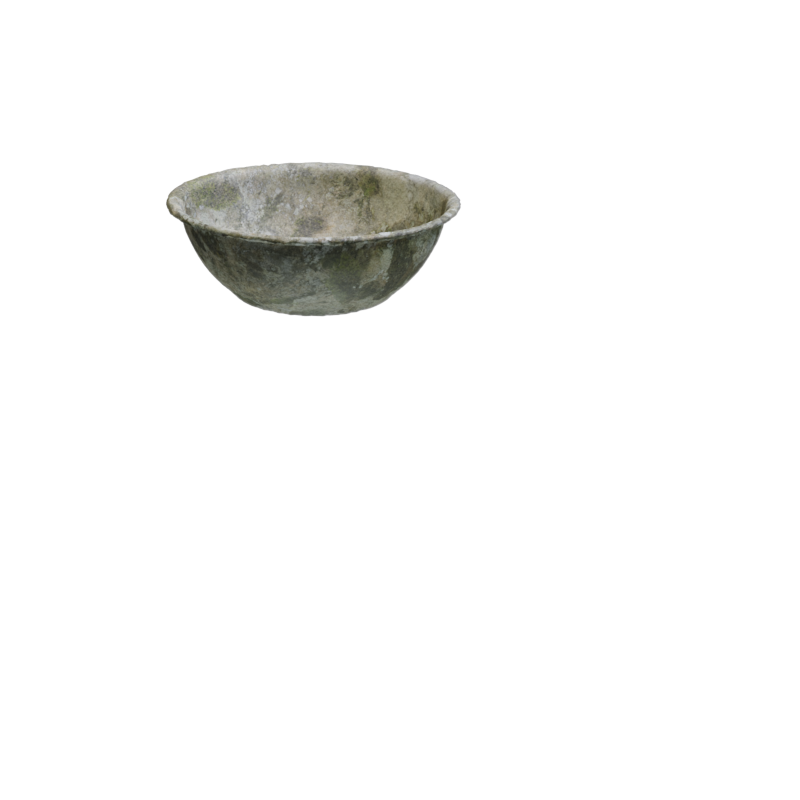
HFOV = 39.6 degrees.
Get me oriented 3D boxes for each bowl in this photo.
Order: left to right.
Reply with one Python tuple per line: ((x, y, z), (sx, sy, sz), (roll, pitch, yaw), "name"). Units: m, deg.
((-0.049, -0.088, 0.620), (0.162, 0.052, 0.170), (-1, 24, -2), "bowl")
